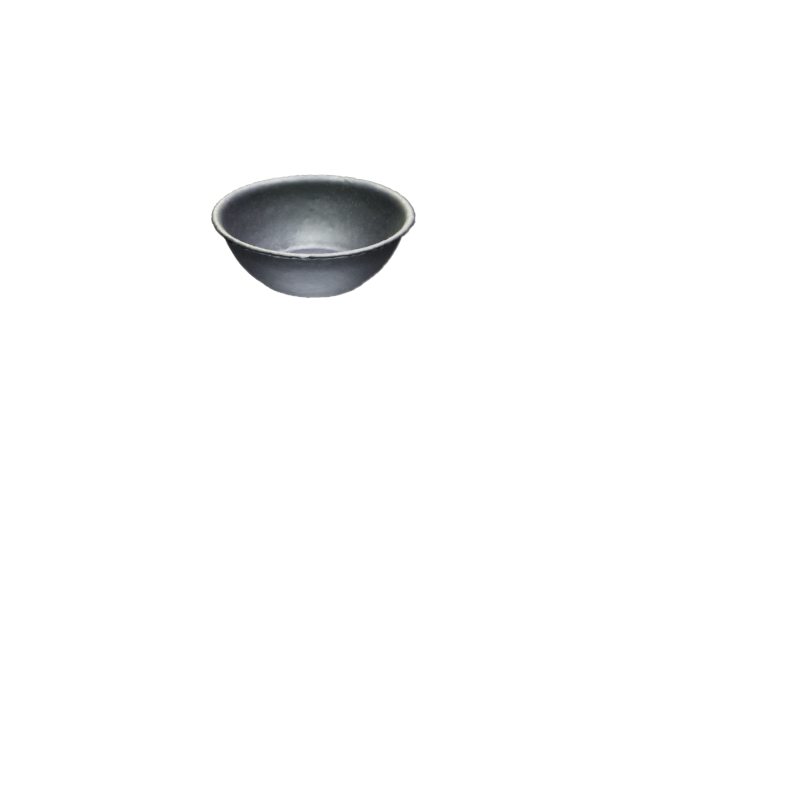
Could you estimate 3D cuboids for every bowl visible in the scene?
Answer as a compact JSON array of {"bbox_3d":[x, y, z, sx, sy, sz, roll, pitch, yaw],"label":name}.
[{"bbox_3d":[-0.069,-0.127,0.888,0.162,0.052,0.172,-1,32,-2],"label":"bowl"}]
